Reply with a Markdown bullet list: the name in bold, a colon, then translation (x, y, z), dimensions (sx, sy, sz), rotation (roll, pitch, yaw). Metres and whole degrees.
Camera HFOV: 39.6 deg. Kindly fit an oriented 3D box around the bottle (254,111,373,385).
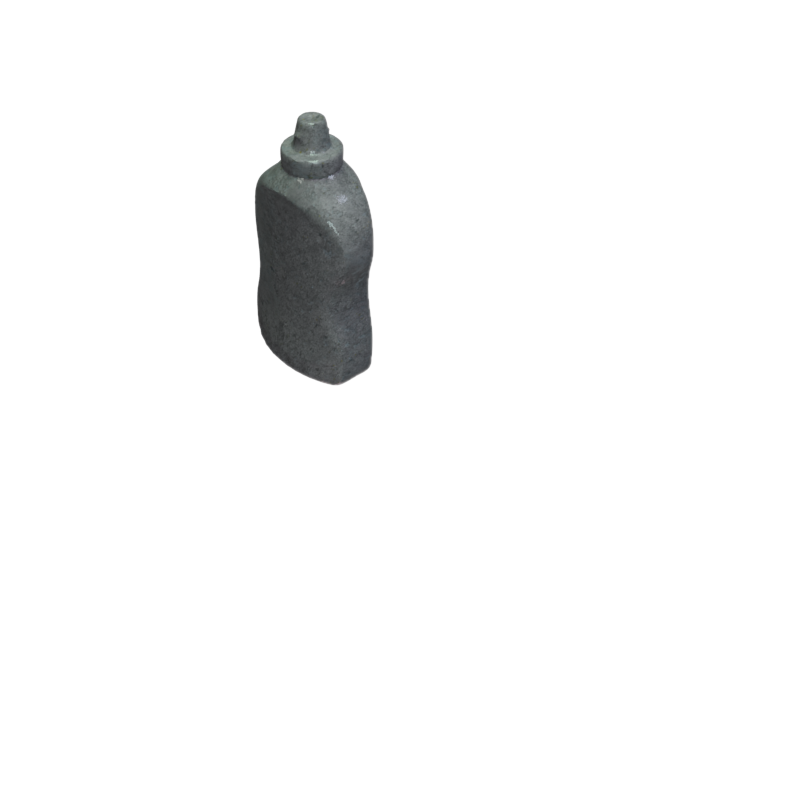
- **bottle**: translation (-0.059, -0.108, 0.755), dimensions (0.058, 0.179, 0.103), rotation (-25, 46, -32)
